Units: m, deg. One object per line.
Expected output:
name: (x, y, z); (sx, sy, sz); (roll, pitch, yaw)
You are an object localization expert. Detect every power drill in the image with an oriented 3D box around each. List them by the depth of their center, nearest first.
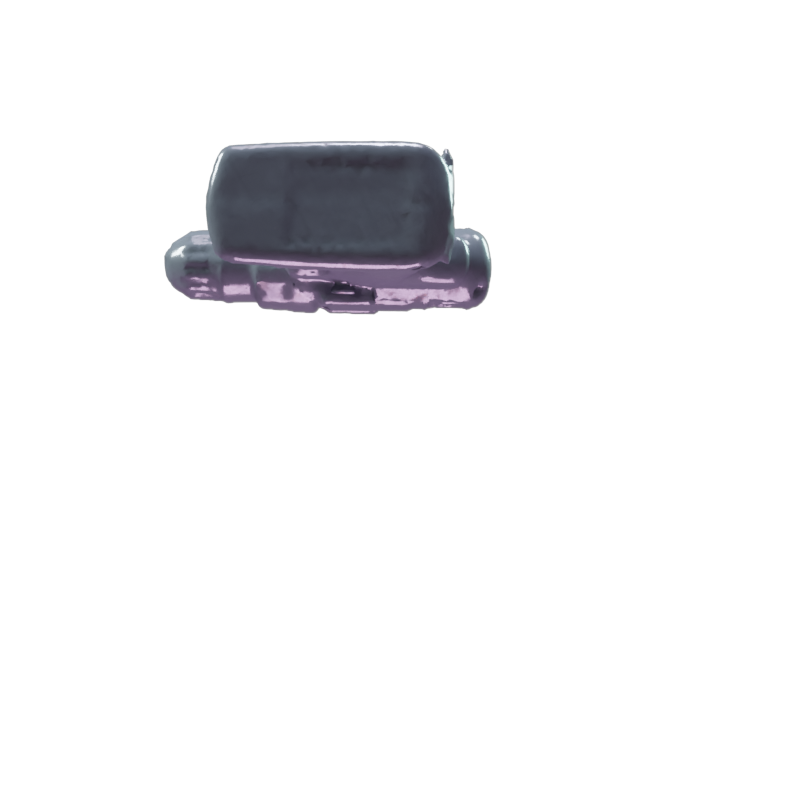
power drill: (-0.044, -0.080, 0.559); (0.185, 0.058, 0.184); (0, -2, 4)
